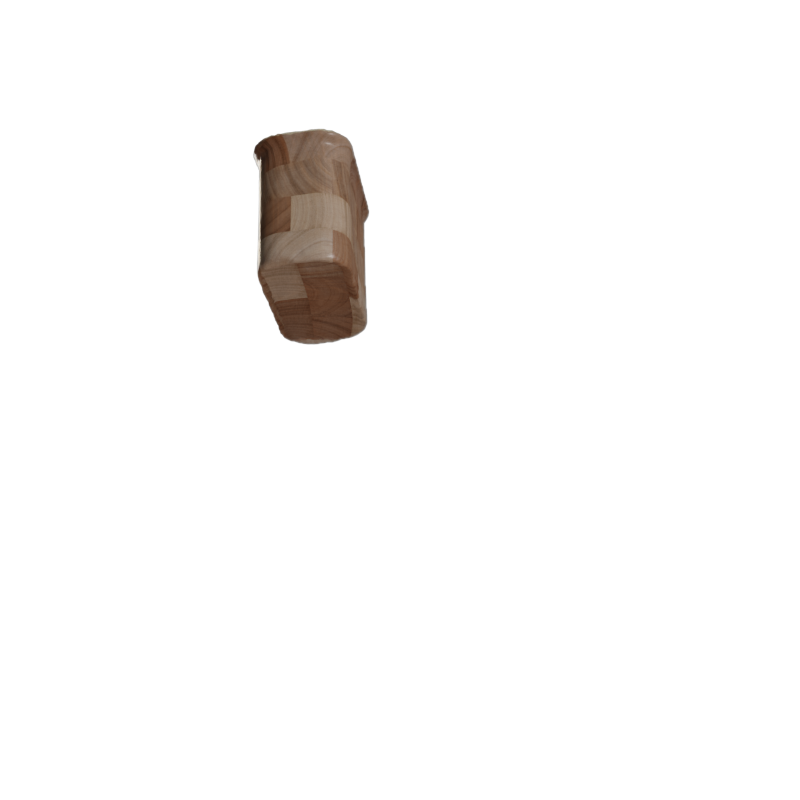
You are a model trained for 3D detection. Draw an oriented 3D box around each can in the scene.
[{"bbox_3d":[-0.050,-0.091,0.637,0.058,0.089,0.095,-5,-29,6],"label":"can"}]
